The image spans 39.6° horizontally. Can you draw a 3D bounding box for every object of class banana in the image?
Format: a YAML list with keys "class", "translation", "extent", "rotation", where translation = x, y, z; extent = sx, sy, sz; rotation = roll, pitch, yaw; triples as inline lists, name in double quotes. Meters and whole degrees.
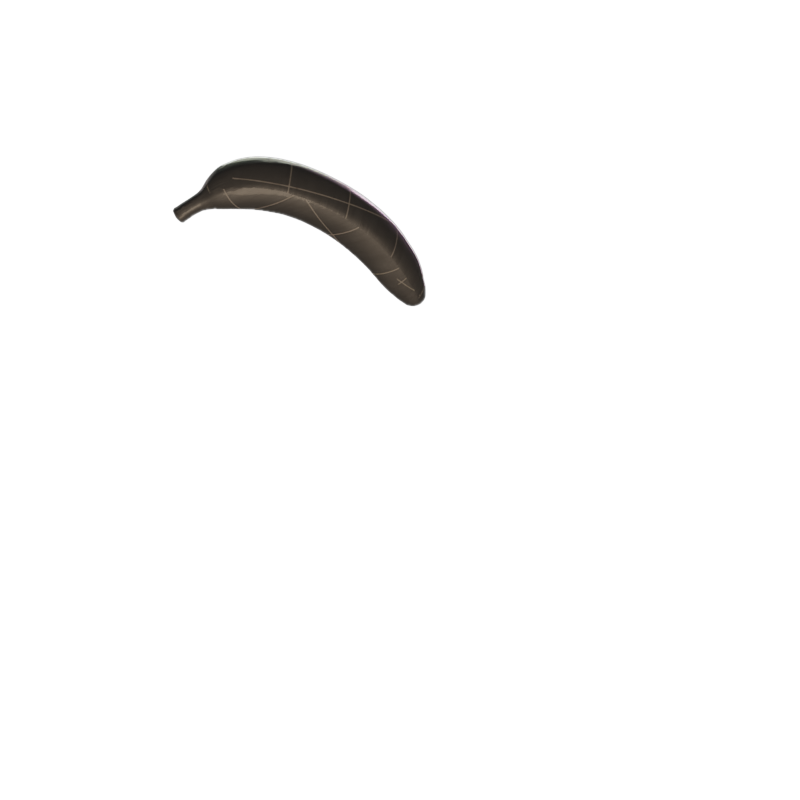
- class: "banana"
  translation: [-0.057, -0.127, 0.786]
  extent: [0.191, 0.067, 0.039]
  rotation: [20, 37, -16]
